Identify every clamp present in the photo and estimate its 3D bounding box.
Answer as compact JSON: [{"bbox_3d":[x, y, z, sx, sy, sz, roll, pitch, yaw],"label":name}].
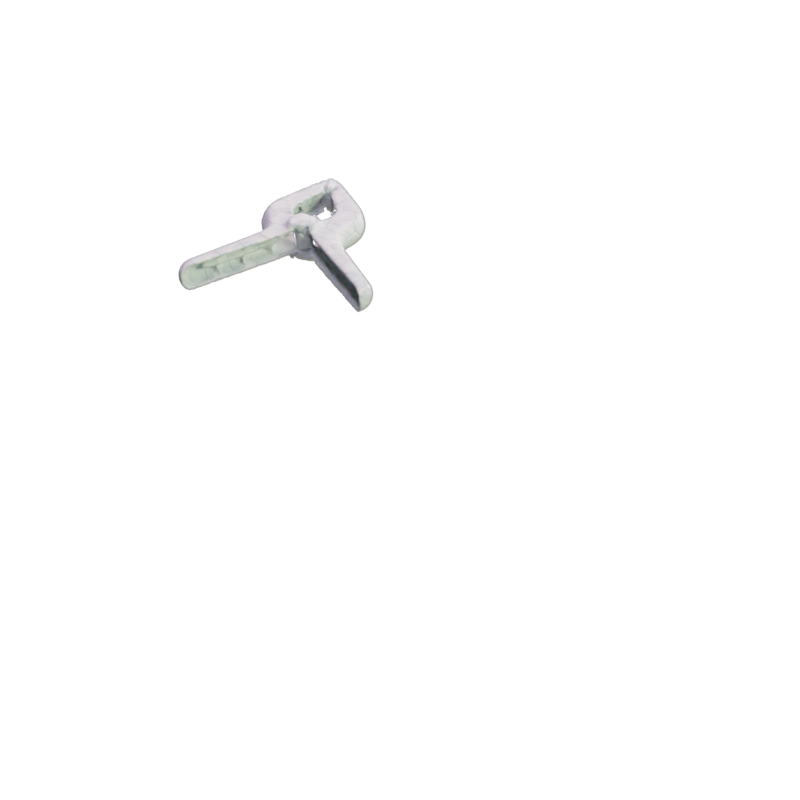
[{"bbox_3d":[-0.076,-0.139,0.977,0.170,0.034,0.216,12,35,17],"label":"clamp"}]
